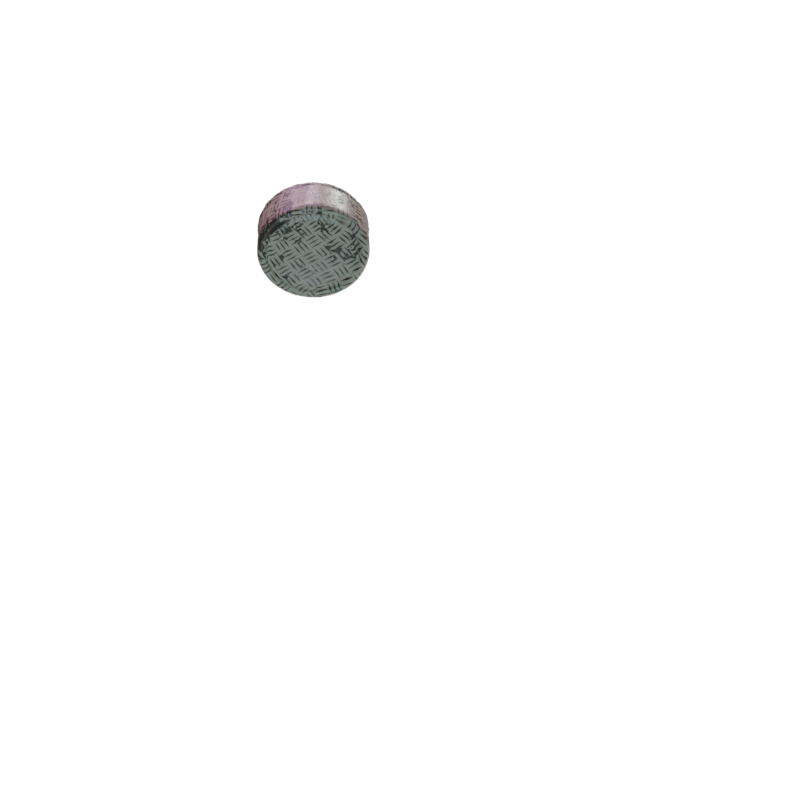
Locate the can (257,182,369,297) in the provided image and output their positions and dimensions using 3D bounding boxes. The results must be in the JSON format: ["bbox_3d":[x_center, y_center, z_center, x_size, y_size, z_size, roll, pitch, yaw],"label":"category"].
[{"bbox_3d":[-0.066,-0.120,0.839,0.086,0.080,0.036,1,38,-1],"label":"can"}]
